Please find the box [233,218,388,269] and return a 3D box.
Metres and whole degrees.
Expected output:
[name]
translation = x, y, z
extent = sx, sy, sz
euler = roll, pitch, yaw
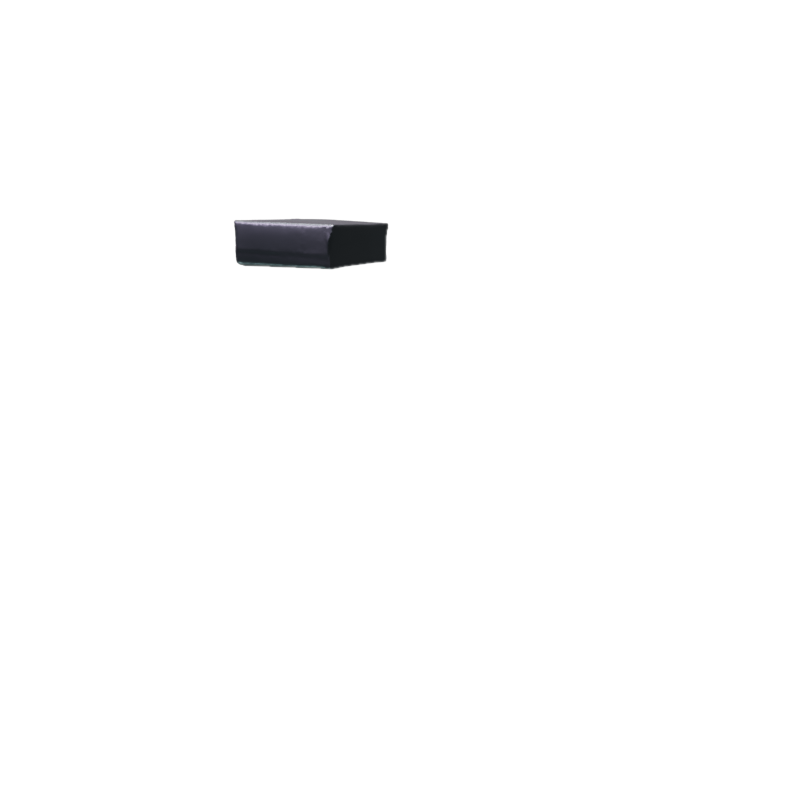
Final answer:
[box]
translation = -0.072, -0.131, 0.918
extent = 0.093, 0.038, 0.112
euler = 5, 12, 23
